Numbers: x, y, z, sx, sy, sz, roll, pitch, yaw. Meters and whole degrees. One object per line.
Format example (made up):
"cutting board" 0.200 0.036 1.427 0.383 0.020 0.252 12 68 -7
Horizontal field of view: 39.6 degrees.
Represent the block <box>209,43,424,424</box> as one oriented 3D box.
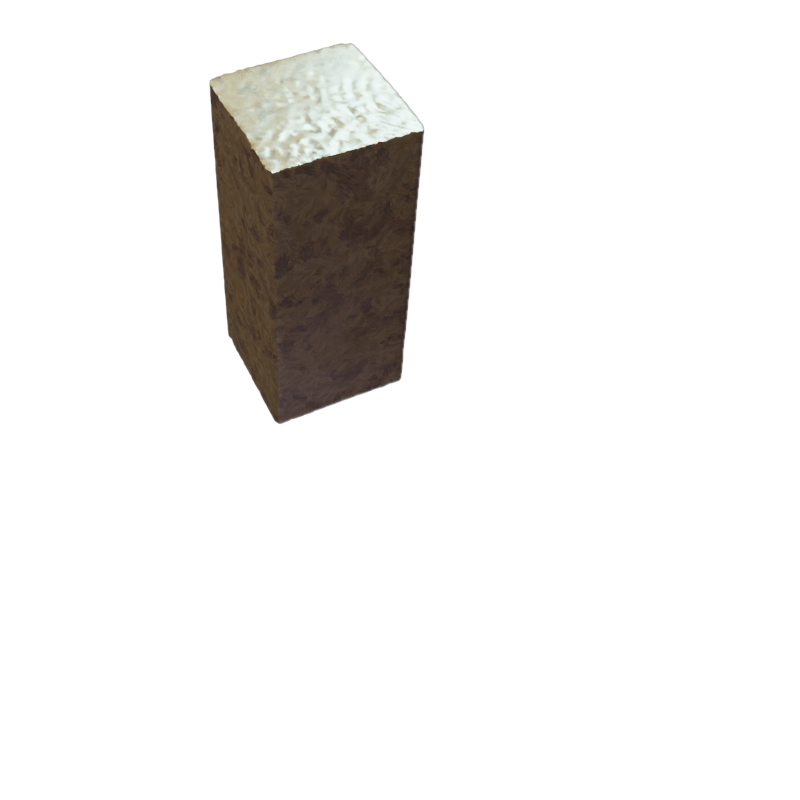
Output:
"block" -0.052 -0.094 0.658 0.090 0.097 0.192 -19 -37 -19
